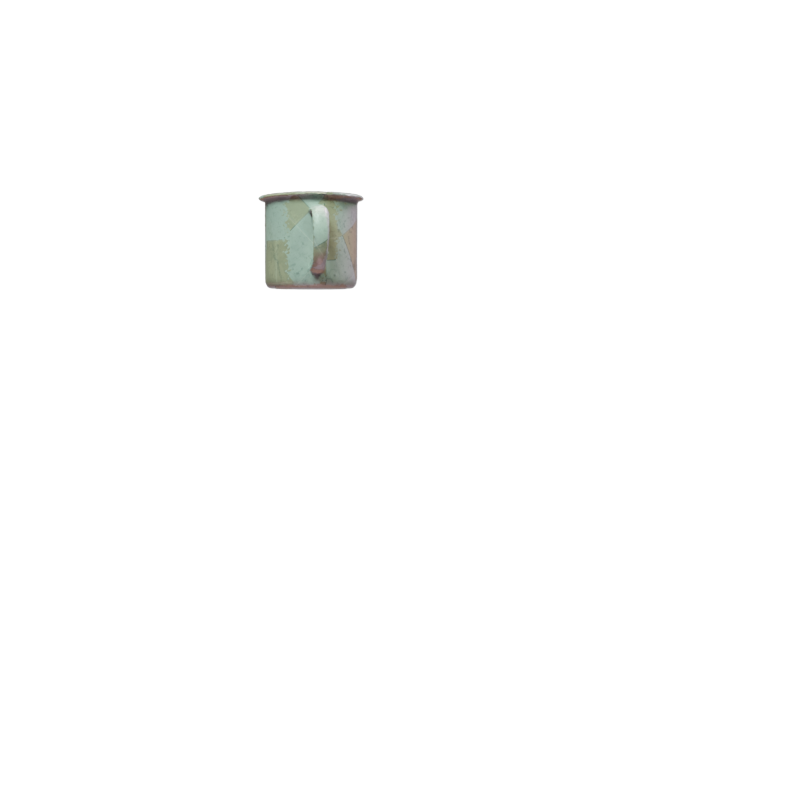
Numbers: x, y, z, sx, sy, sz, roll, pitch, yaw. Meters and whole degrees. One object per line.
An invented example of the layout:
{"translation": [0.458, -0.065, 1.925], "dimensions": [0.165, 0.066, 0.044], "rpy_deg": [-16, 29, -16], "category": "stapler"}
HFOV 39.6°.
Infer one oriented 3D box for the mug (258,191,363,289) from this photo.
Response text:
{"translation": [-0.076, -0.139, 0.971], "dimensions": [0.092, 0.082, 0.119], "rpy_deg": [0, 1, -13], "category": "mug"}
